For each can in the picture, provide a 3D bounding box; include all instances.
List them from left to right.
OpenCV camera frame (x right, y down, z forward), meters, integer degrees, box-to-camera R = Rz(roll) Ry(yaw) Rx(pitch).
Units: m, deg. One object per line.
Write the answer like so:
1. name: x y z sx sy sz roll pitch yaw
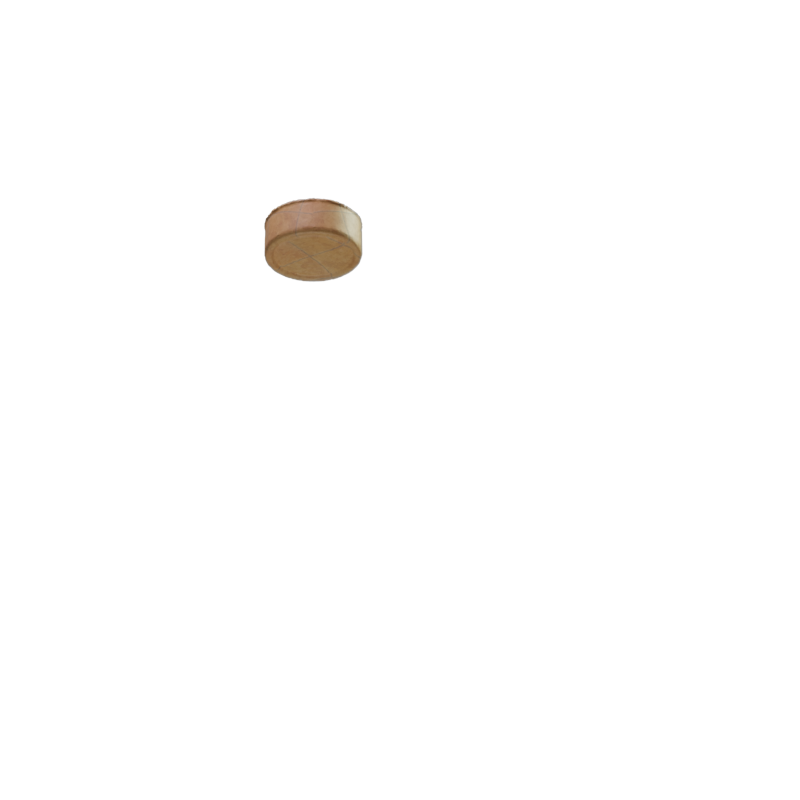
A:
1. can: -0.075 -0.137 0.961 0.086 0.036 0.081 1 -27 -2
